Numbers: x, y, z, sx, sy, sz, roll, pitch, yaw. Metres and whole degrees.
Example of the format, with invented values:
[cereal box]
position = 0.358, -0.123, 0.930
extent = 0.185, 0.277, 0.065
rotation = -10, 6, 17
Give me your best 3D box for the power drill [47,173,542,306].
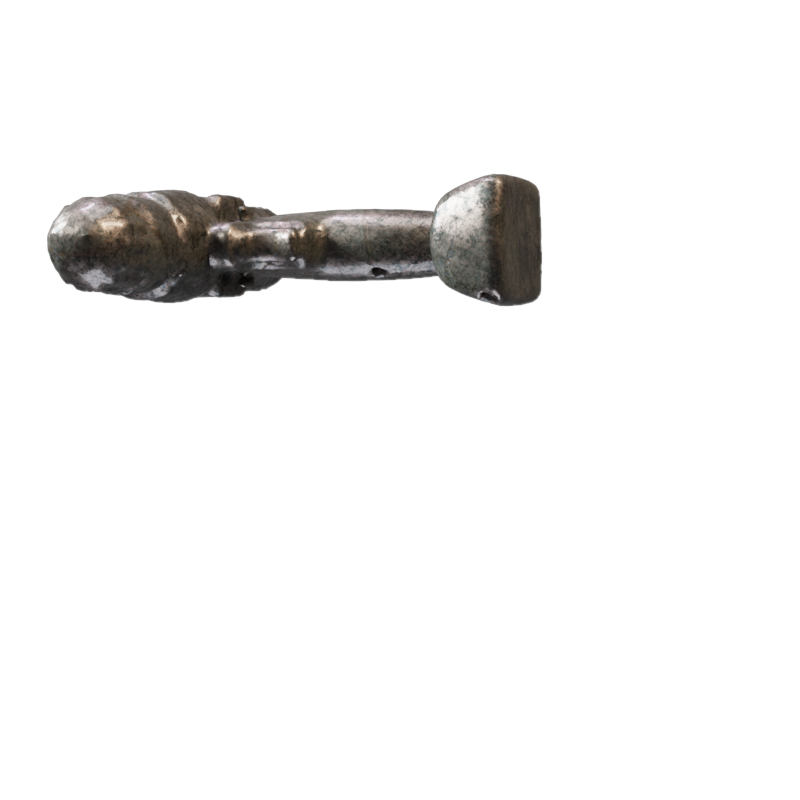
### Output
[power drill]
position = -0.039, -0.071, 0.497
extent = 0.193, 0.057, 0.181
rotation = 3, 9, 20
